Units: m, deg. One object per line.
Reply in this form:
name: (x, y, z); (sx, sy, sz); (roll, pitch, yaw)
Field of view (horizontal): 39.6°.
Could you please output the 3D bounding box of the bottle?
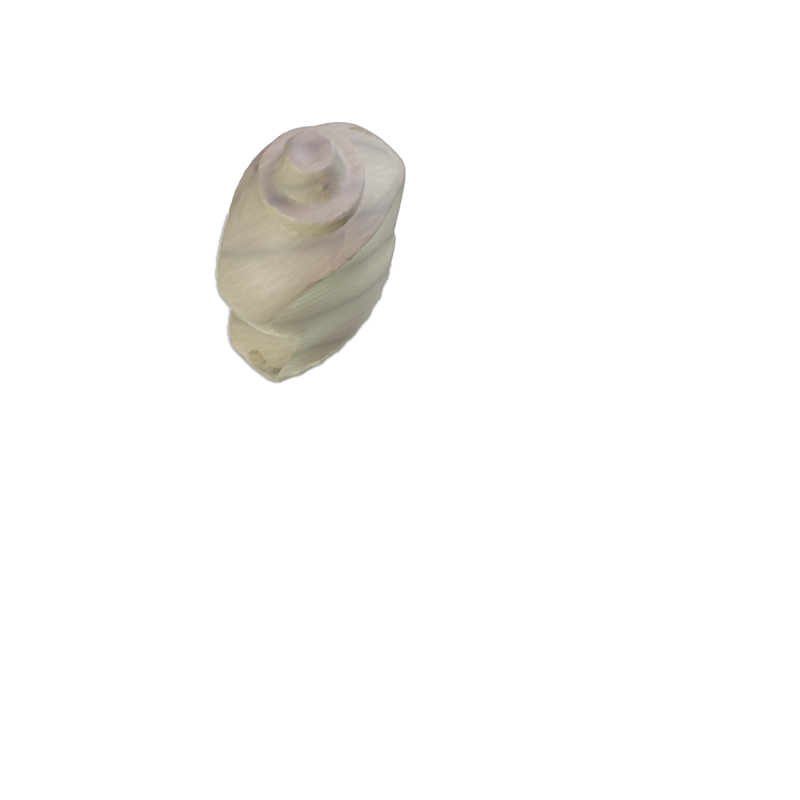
bottle: (-0.038, -0.070, 0.486); (0.060, 0.097, 0.185); (42, -12, 5)
